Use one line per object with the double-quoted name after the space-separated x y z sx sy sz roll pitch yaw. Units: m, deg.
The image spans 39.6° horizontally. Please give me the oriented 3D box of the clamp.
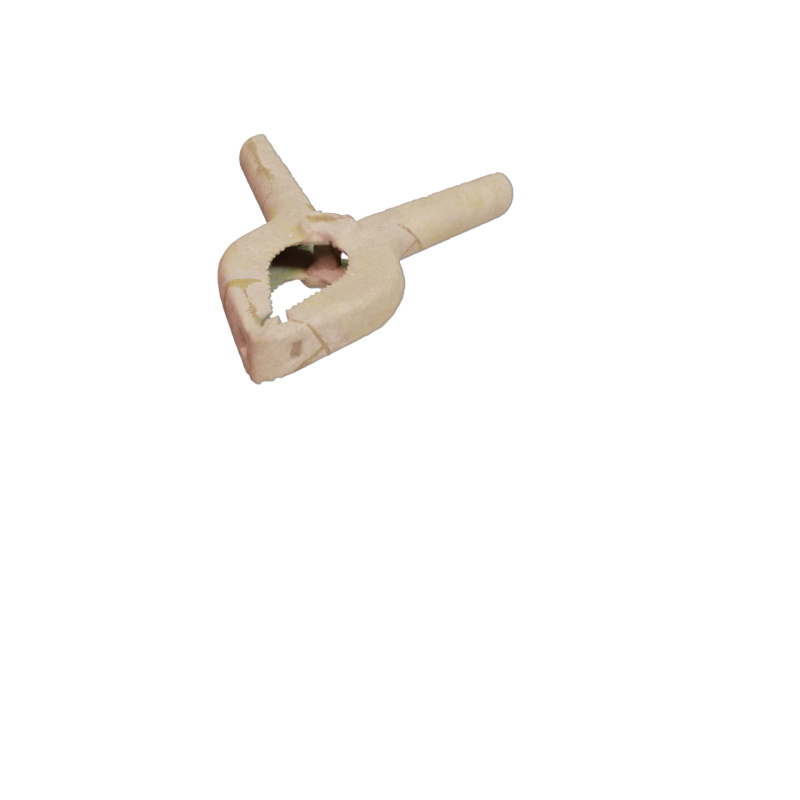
-0.046 -0.084 0.588 0.170 0.034 0.217 14 39 18 "clamp"
